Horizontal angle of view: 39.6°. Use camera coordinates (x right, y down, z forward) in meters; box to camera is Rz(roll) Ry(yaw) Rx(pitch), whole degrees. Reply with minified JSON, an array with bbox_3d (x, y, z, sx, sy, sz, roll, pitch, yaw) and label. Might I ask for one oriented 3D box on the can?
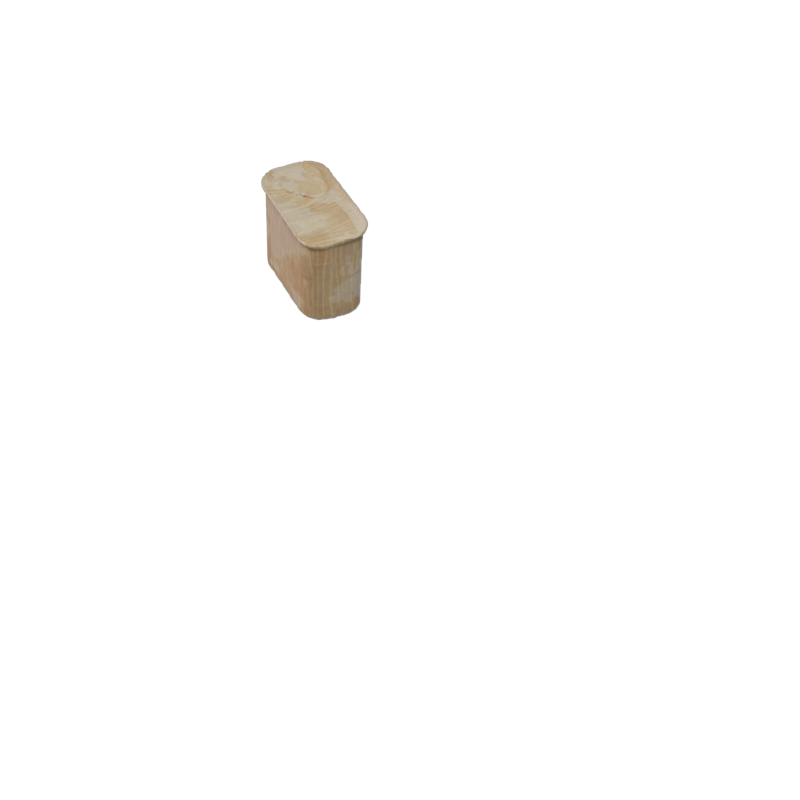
[{"bbox_3d":[-0.069,-0.125,0.877,0.057,0.078,0.110,-18,49,-19],"label":"can"}]
